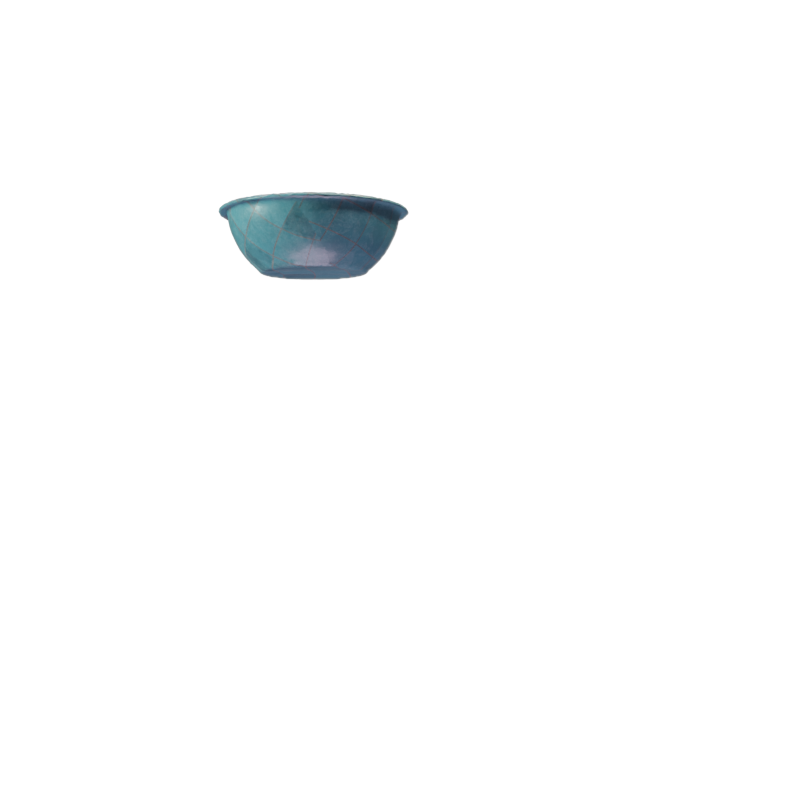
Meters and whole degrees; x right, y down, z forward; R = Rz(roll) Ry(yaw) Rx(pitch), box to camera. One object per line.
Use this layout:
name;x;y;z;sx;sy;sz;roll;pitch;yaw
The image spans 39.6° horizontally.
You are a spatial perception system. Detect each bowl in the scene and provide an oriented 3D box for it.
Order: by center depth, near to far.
bowl;-0.074;-0.135;0.945;0.162;0.056;0.160;0;-2;-2
